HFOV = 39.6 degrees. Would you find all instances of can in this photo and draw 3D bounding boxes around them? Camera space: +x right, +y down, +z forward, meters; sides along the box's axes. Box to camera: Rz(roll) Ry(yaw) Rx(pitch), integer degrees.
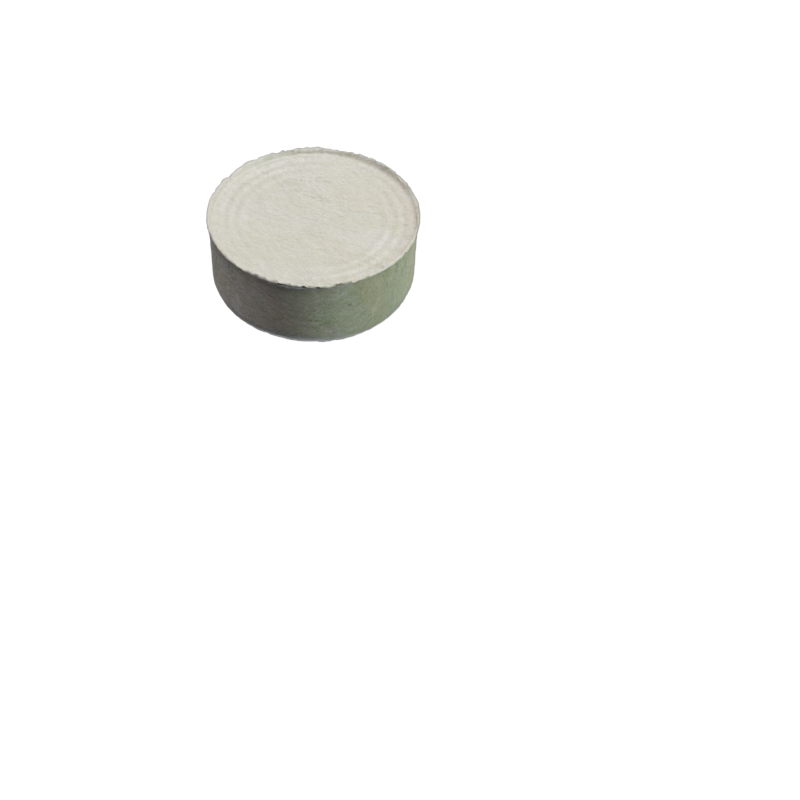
[{"bbox_3d":[-0.036,-0.065,0.454,0.086,0.092,0.031,-1,-44,-1],"label":"can"}]
